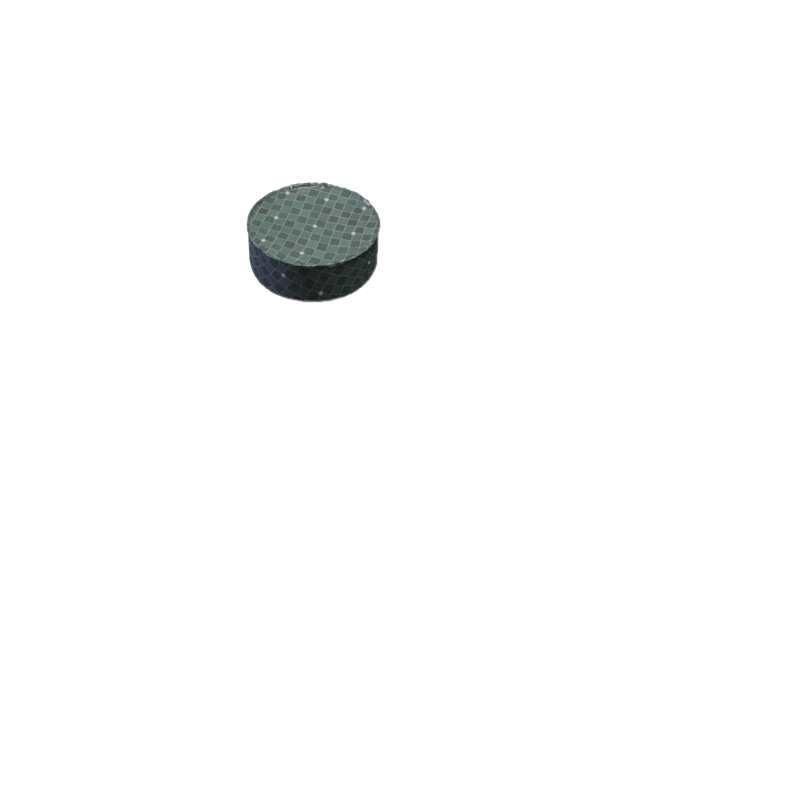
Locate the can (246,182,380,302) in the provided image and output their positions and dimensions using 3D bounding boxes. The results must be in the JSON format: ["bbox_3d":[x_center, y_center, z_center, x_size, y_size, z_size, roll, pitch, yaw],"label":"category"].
[{"bbox_3d":[-0.056,-0.103,0.719,0.086,0.031,0.092,-1,44,-1],"label":"can"}]
